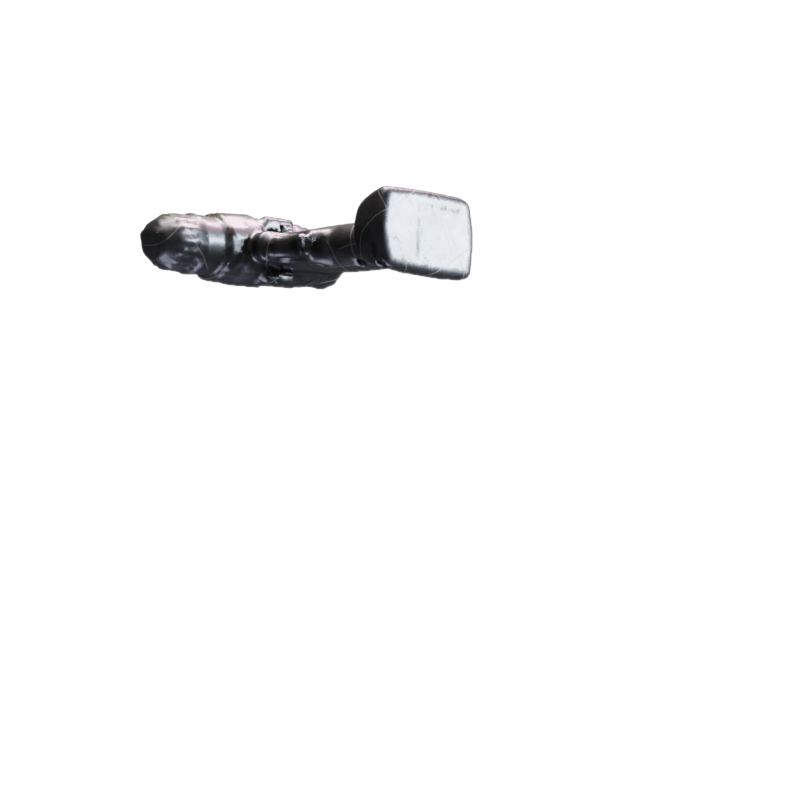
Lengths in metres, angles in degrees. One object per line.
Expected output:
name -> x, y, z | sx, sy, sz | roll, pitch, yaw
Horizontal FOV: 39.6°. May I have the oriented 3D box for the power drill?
power drill -> -0.060, -0.110, 0.769 | 0.195, 0.058, 0.177 | 2, 3, 41
